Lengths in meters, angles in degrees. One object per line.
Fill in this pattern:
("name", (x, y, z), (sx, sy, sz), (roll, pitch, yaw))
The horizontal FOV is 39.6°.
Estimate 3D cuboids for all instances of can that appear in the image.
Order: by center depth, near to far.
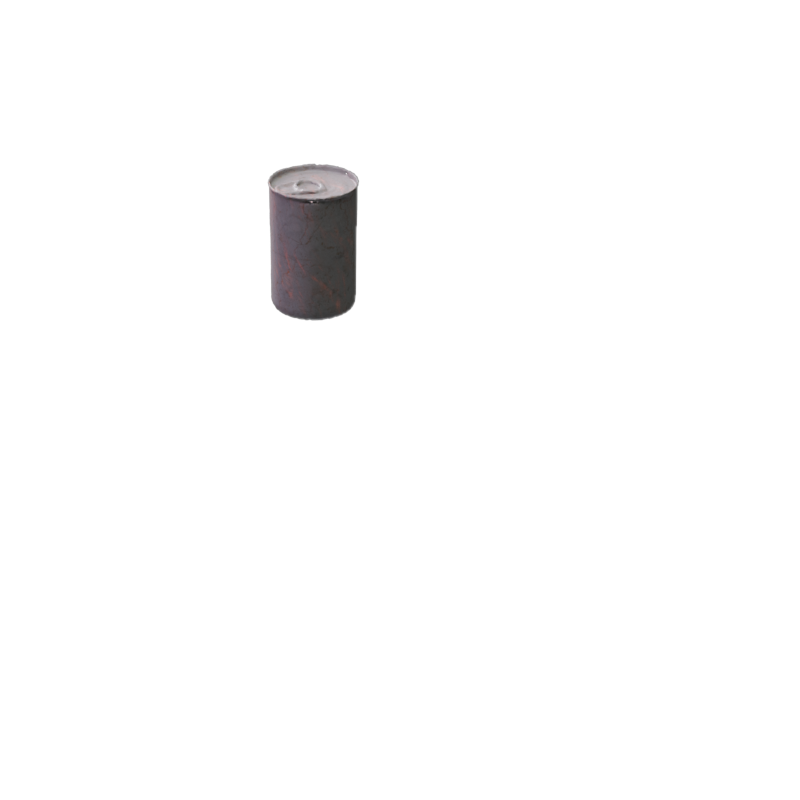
("can", (-0.066, -0.121, 0.846), (0.068, 0.096, 0.073), (0, 29, -2))
